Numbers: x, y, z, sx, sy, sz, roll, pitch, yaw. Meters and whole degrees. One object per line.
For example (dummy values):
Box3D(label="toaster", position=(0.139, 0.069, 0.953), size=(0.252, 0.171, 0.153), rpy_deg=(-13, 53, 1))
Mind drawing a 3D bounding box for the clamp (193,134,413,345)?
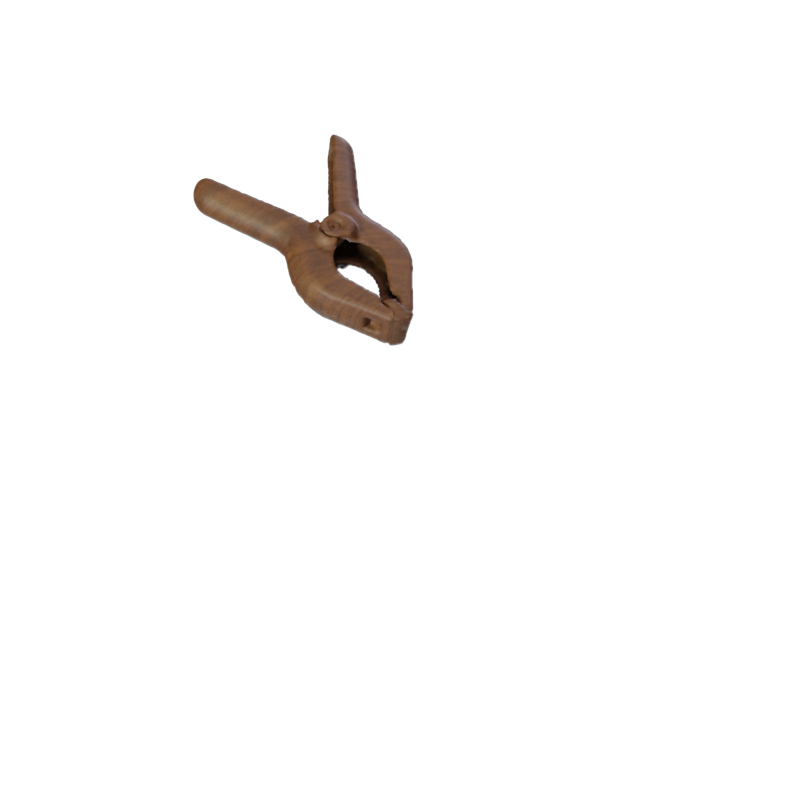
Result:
Box3D(label="clamp", position=(-0.056, -0.102, 0.716), size=(0.119, 0.185, 0.036), rpy_deg=(-20, -37, -16))
